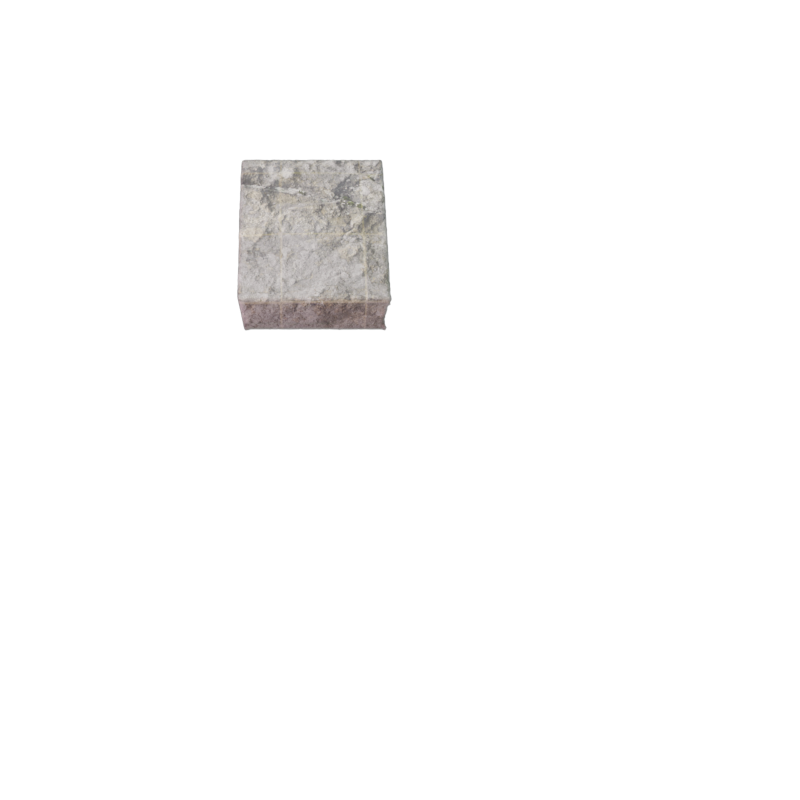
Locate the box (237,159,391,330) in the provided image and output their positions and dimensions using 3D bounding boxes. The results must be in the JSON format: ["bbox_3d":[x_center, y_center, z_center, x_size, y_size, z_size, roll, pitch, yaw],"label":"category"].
[{"bbox_3d":[-0.054,-0.097,0.682,0.090,0.121,0.036,-2,-34,-2],"label":"box"}]
